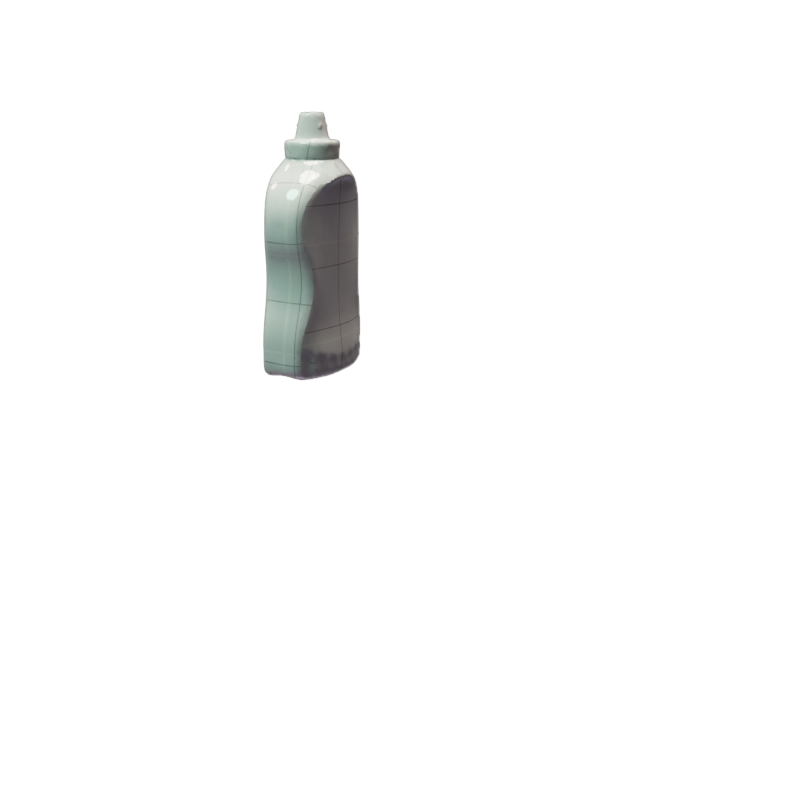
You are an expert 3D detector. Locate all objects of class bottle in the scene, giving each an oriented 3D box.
[{"bbox_3d":[-0.065,-0.118,0.825,0.061,0.187,0.094,6,11,29],"label":"bottle"}]
